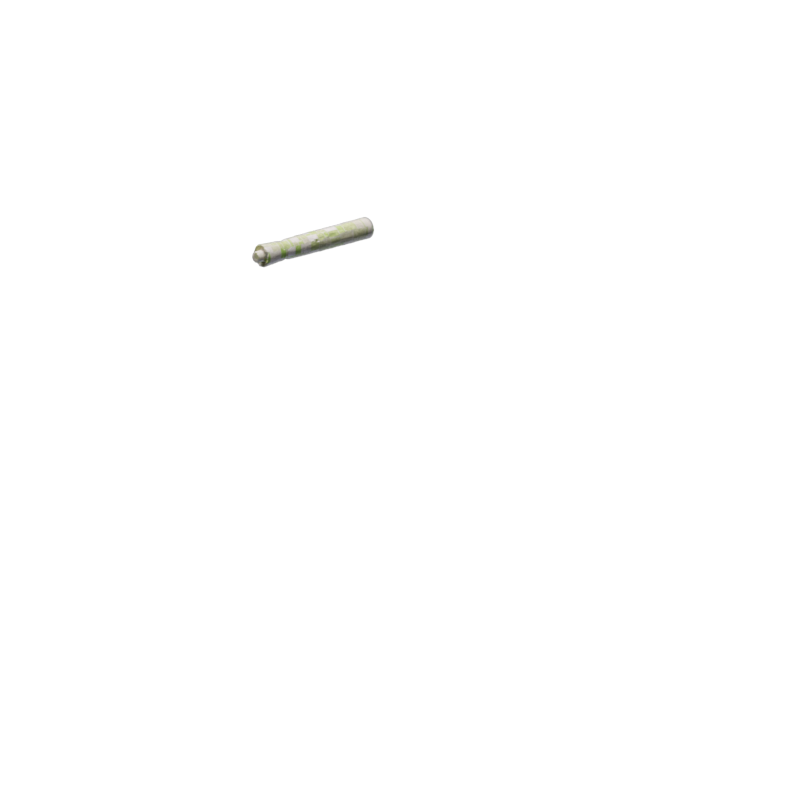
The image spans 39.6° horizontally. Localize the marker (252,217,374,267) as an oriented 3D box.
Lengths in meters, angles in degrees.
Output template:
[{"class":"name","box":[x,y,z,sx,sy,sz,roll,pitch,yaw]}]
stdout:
[{"class":"marker","box":[-0.071,-0.130,0.912,0.119,0.019,0.021,-22,17,-39]}]
